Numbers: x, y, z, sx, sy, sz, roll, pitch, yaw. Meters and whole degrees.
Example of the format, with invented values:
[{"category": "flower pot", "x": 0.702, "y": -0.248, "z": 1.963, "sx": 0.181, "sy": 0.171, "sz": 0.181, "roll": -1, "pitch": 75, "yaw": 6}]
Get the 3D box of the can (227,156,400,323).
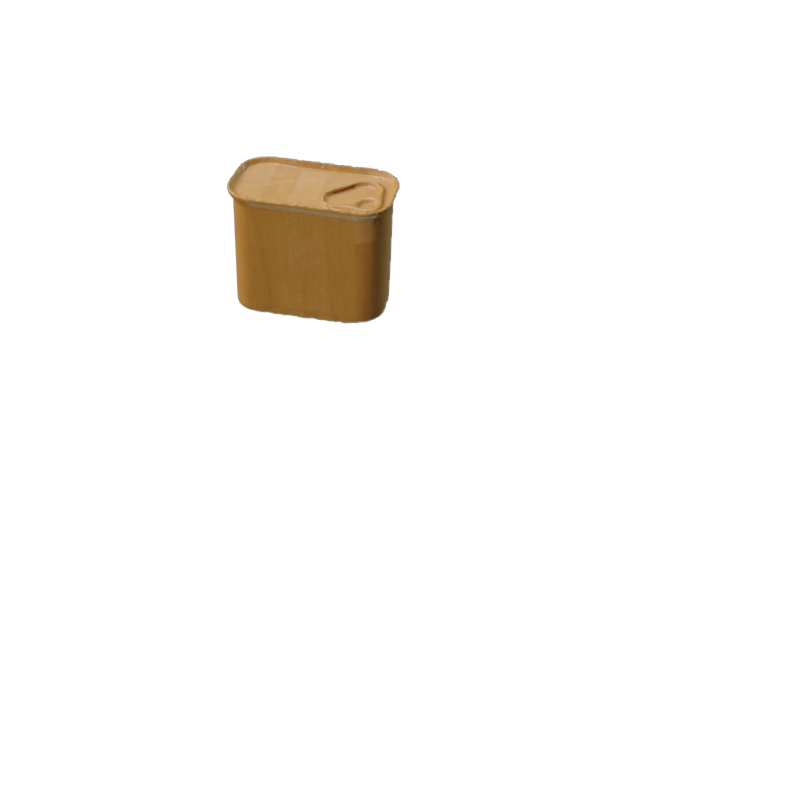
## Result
[{"category": "can", "x": -0.054, "y": -0.099, "z": 0.691, "sx": 0.104, "sy": 0.078, "sz": 0.060, "roll": 9, "pitch": 35, "yaw": 10}]
